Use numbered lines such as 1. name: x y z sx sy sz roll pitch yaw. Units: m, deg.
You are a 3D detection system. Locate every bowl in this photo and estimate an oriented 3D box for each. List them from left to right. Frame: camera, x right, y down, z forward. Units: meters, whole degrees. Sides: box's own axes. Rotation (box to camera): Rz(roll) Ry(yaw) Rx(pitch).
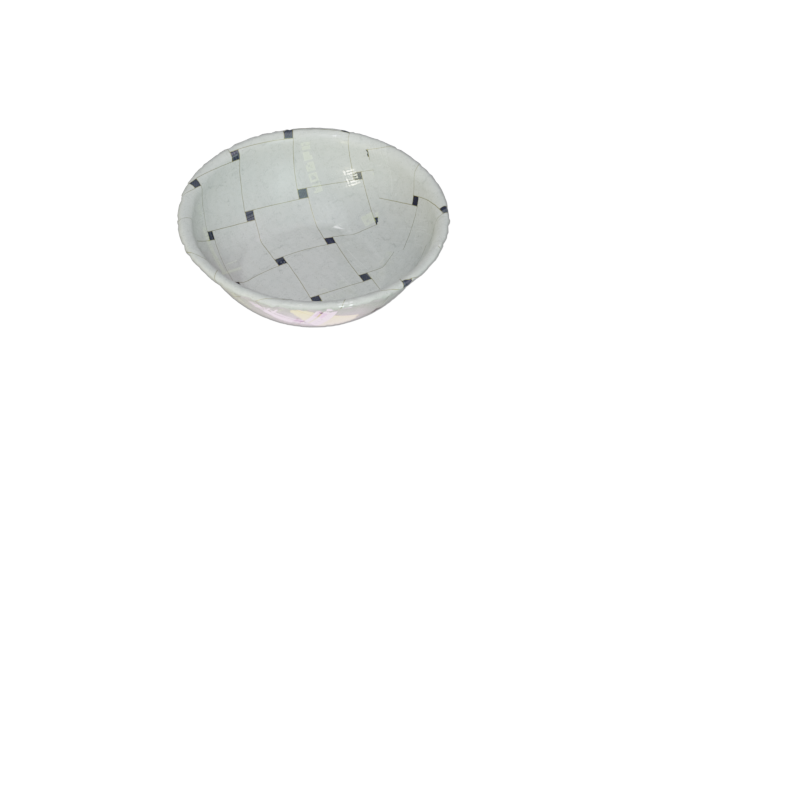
1. bowl: -0.053 -0.097 0.677 0.162 0.174 0.051 -1 -43 -1
